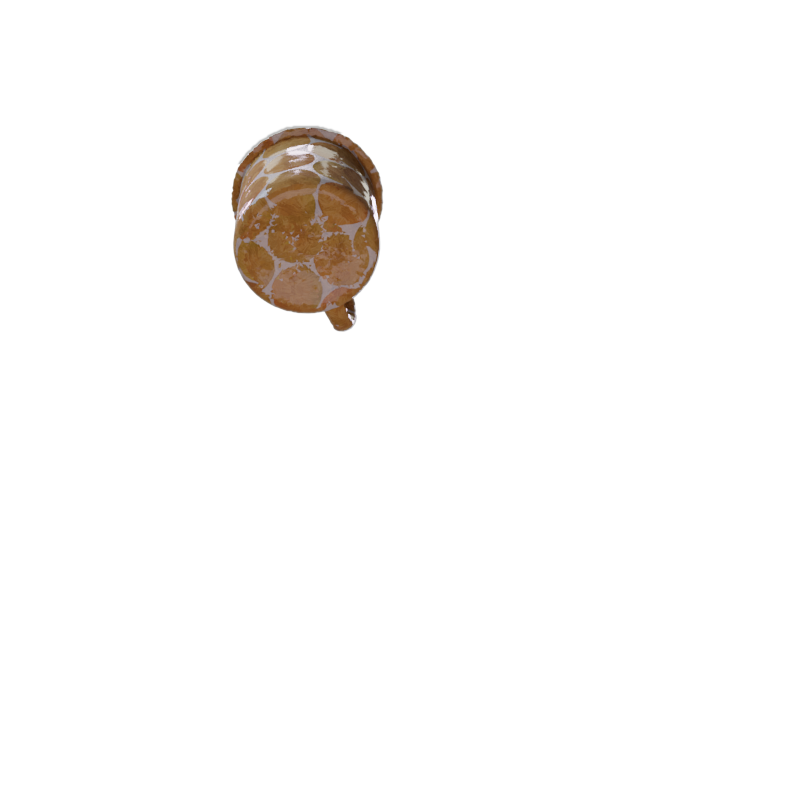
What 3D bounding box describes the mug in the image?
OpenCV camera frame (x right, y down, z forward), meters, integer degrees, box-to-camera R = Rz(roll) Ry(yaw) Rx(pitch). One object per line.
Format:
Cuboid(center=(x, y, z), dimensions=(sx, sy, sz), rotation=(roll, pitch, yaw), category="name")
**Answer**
Cuboid(center=(-0.051, -0.092, 0.647), dimensions=(0.093, 0.110, 0.086), rotation=(-16, 26, 6), category="mug")
